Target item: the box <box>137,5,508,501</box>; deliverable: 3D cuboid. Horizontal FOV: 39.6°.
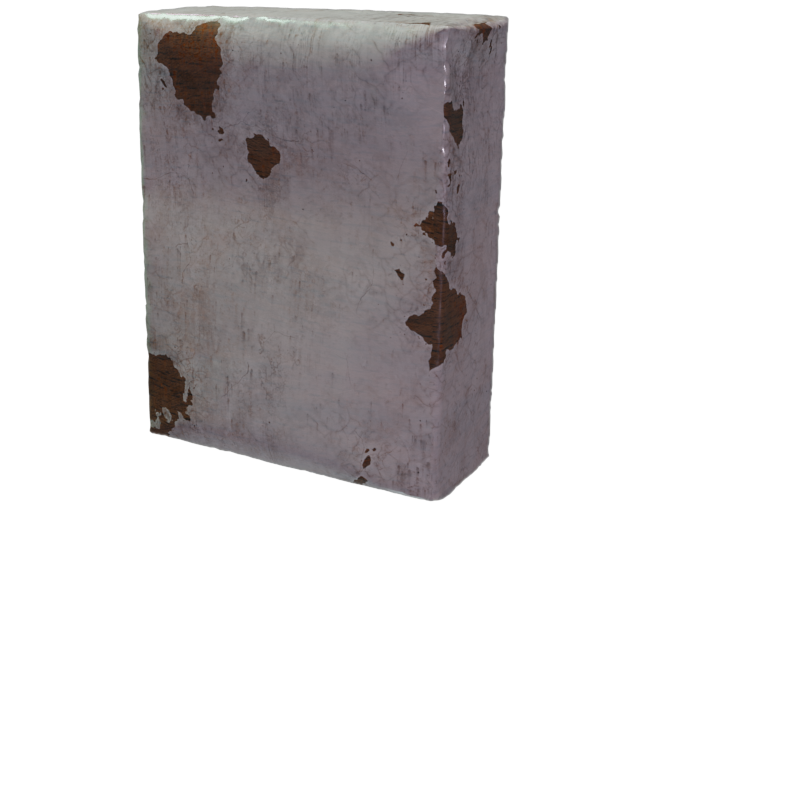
[{"bbox_3d":[-0.041,-0.075,0.526,0.171,0.206,0.071,11,19,28],"label":"box"}]
